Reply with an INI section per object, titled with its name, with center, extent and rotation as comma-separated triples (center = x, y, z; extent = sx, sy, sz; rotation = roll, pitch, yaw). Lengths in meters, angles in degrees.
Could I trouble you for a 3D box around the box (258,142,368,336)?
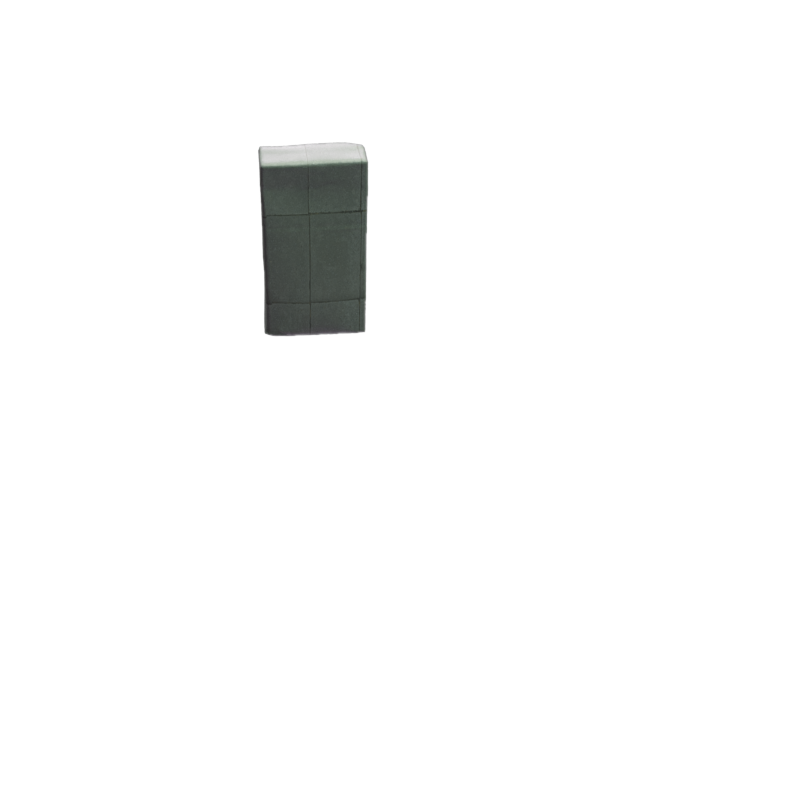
[box]
center = -0.076, -0.140, 0.979
extent = 0.093, 0.166, 0.051
rotation = -2, 31, -6
